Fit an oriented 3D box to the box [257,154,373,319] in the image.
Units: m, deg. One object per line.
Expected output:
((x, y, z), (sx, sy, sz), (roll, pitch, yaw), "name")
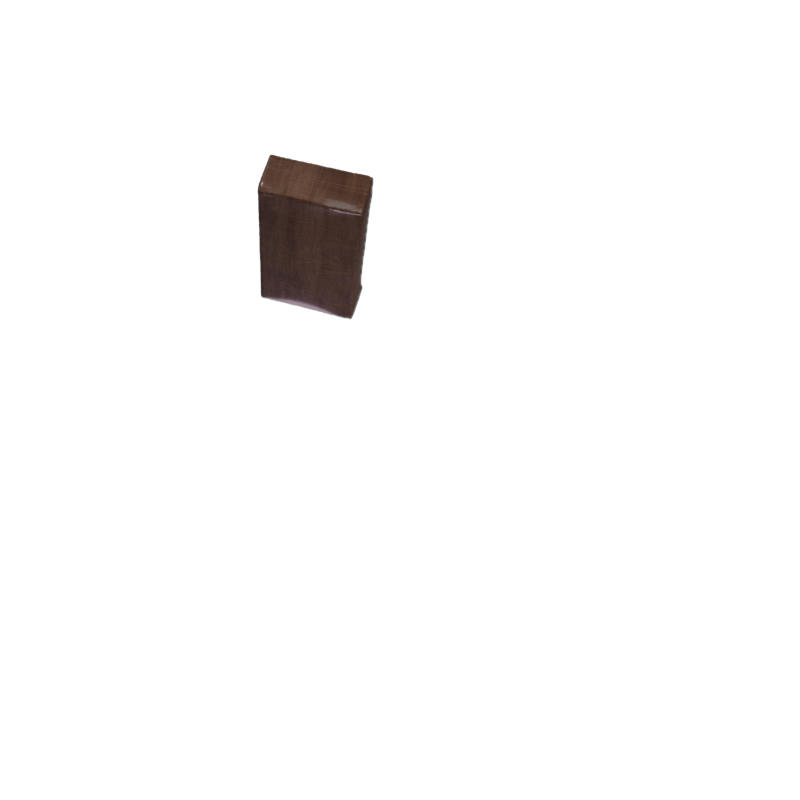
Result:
((-0.077, -0.140, 0.985), (0.094, 0.050, 0.166), (14, -26, 4), "box")
